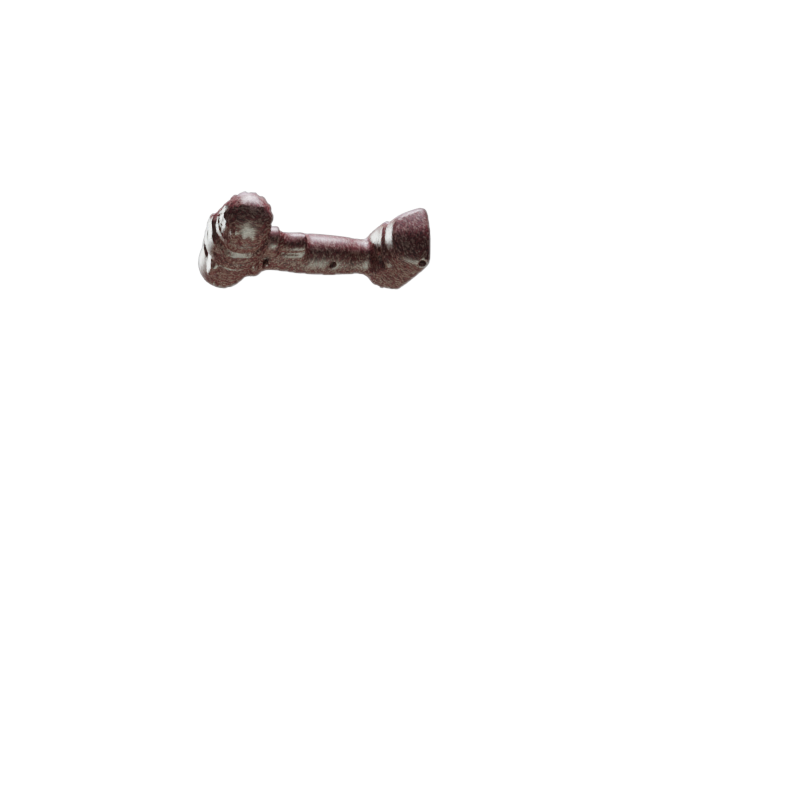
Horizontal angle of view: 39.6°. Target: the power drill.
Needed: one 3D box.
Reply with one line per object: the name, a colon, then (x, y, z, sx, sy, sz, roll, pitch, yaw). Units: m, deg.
power drill: (-0.074, -0.134, 0.941, 0.184, 0.059, 0.184, 2, -6, -14)
